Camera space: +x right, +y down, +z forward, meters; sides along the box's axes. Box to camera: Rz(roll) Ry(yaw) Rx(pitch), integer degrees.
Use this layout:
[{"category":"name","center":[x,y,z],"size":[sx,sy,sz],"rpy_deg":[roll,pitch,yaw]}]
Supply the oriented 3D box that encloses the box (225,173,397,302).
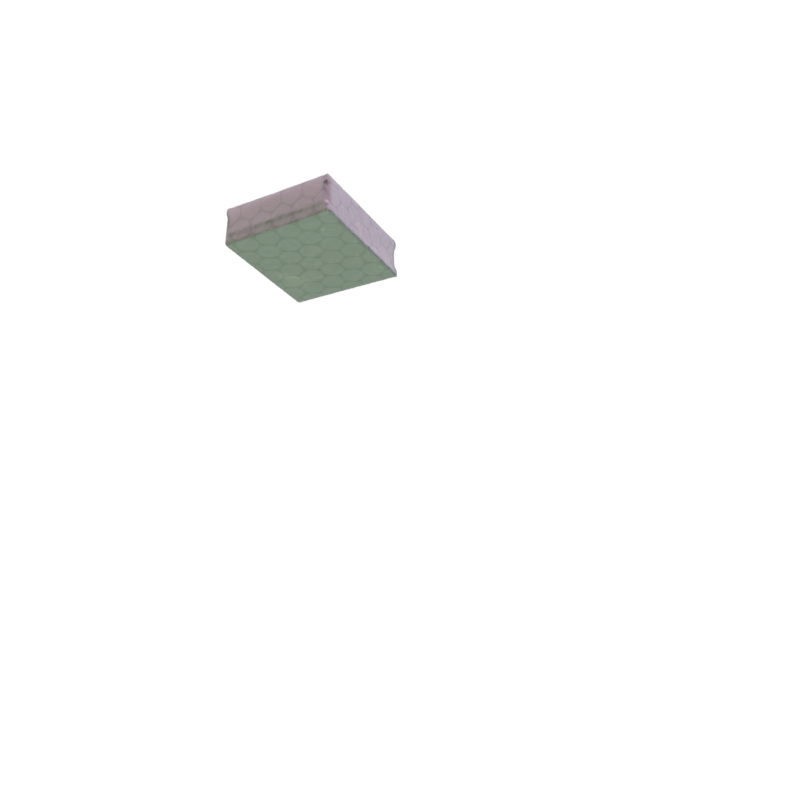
[{"category":"box","center":[-0.054,-0.098,0.687],"size":[0.074,0.032,0.083],"rpy_deg":[-14,-30,26]}]
